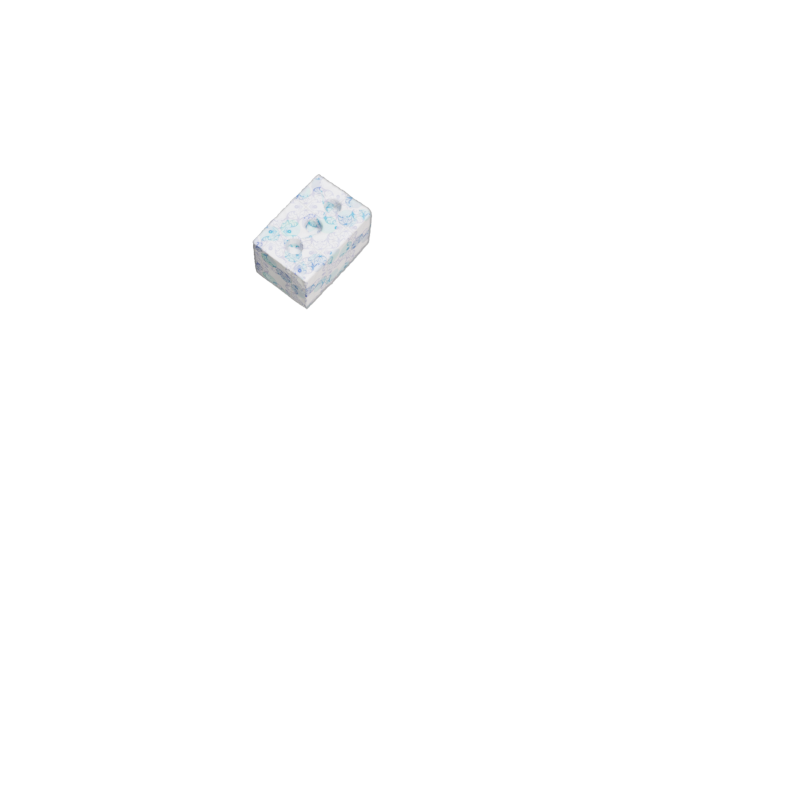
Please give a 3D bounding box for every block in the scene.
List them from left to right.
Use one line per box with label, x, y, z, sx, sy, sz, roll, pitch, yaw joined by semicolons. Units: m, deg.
block;-0.065;-0.118;0.825;0.055;0.079;0.048;35;-21;13
